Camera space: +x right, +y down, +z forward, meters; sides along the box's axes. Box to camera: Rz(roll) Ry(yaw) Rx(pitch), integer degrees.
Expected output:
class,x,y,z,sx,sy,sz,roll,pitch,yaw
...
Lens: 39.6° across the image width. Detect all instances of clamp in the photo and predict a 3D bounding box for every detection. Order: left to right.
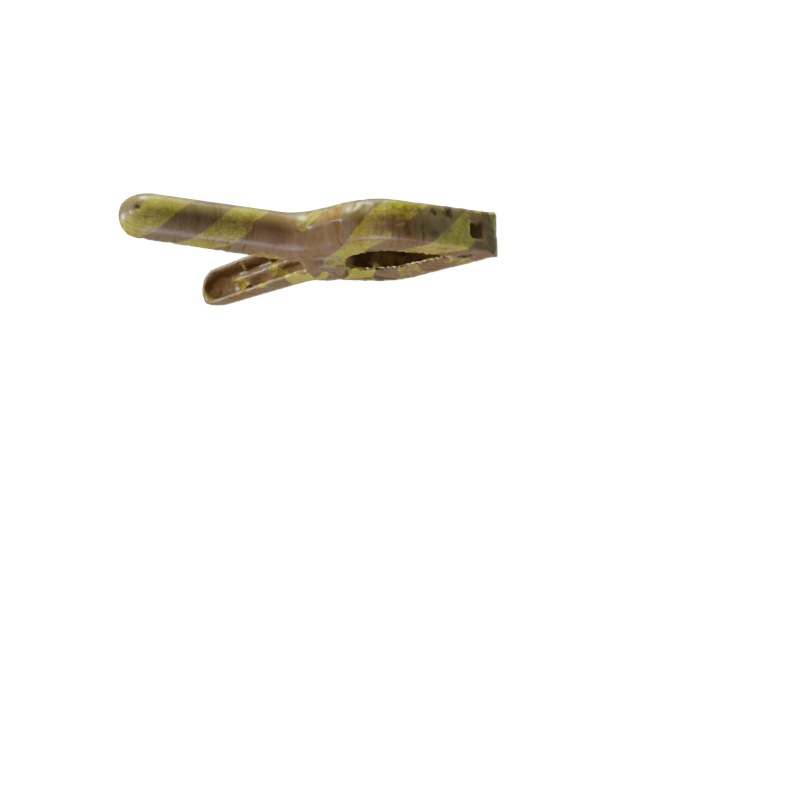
class,x,y,z,sx,sy,sz,roll,pitch,yaw
clamp,-0.051,-0.093,0.654,0.214,0.038,0.156,-3,-11,17
